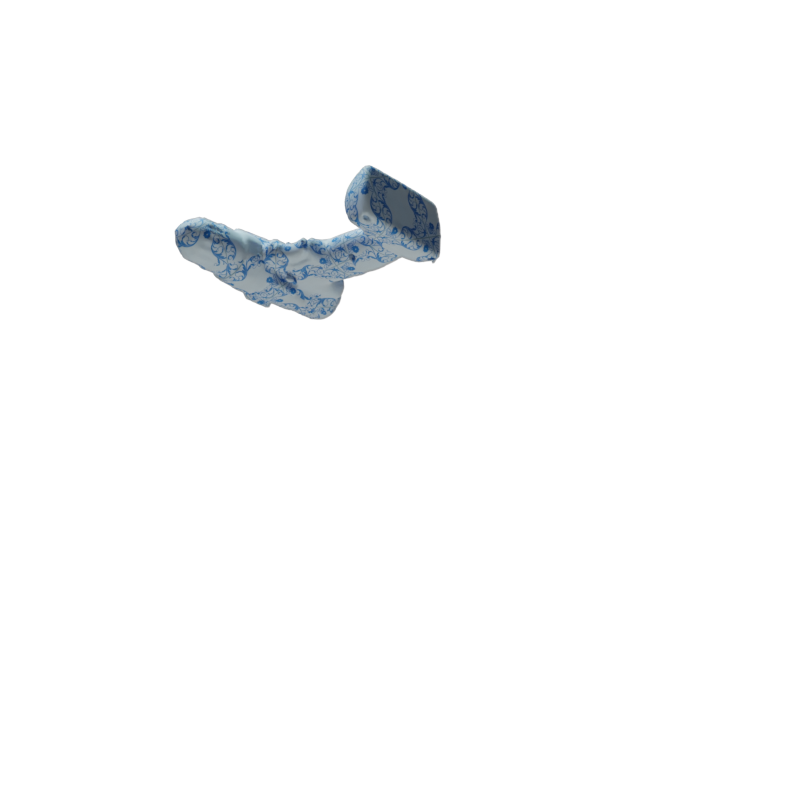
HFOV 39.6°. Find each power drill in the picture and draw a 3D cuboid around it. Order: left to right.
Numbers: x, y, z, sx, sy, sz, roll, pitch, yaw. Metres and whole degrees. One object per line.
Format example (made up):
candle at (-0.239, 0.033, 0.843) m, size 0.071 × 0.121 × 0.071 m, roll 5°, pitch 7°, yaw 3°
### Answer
power drill at (-0.075, -0.136, 0.954) m, size 0.190 × 0.060 × 0.173 m, roll -18°, pitch -27°, yaw 39°
